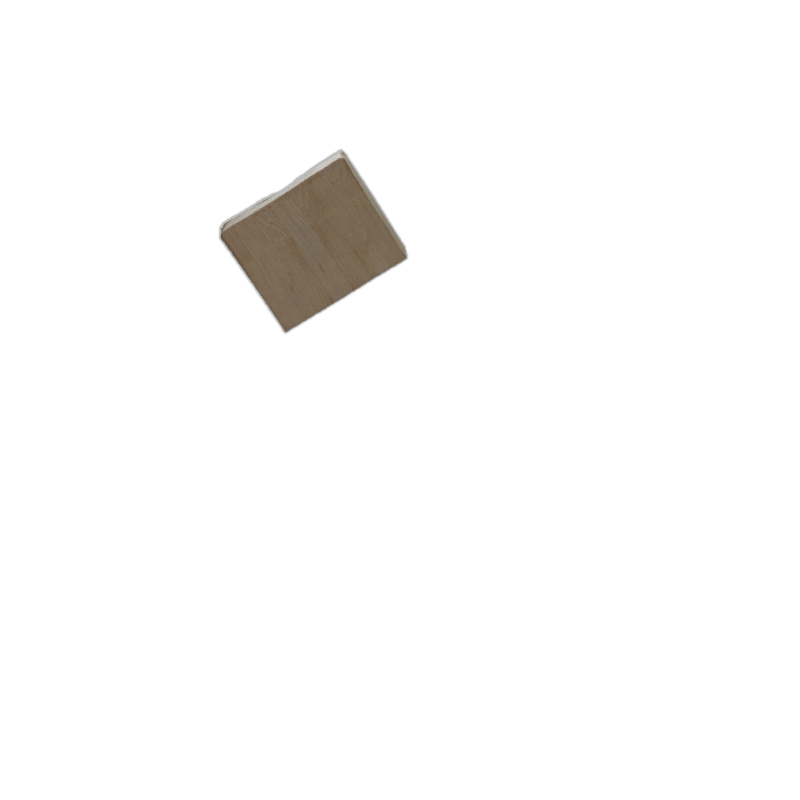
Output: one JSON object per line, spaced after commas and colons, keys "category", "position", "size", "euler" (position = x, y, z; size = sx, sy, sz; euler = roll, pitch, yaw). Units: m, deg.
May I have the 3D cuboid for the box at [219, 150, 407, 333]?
{"category": "box", "position": [-0.052, -0.095, 0.664], "size": [0.089, 0.071, 0.031], "euler": [-31, 14, 8]}
